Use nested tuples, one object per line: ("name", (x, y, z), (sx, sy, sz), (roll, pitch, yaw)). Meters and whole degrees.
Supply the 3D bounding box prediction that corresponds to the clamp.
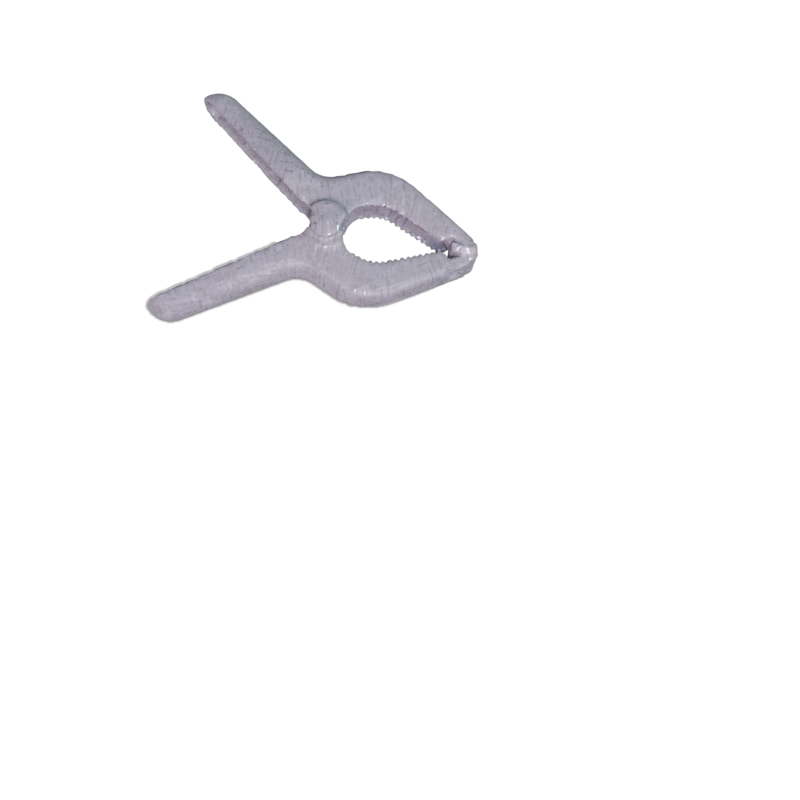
("clamp", (-0.057, -0.104, 0.732), (0.212, 0.170, 0.035), (17, -18, 6))
